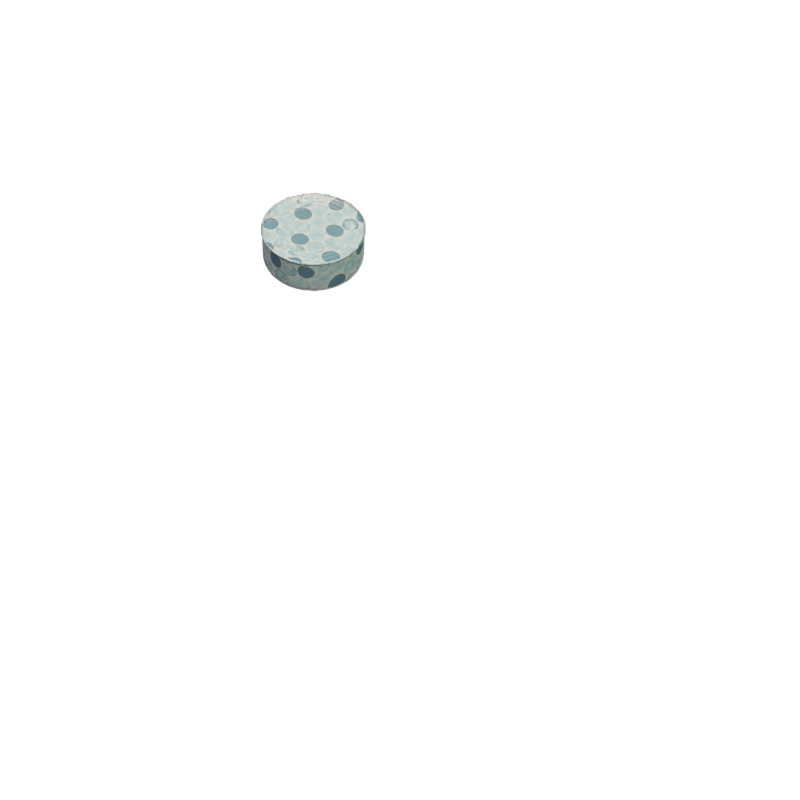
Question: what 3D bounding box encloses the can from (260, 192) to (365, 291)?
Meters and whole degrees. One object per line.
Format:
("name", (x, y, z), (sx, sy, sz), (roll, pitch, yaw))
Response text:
("can", (-0.072, -0.130, 0.914), (0.086, 0.092, 0.031), (-1, -43, -1))
